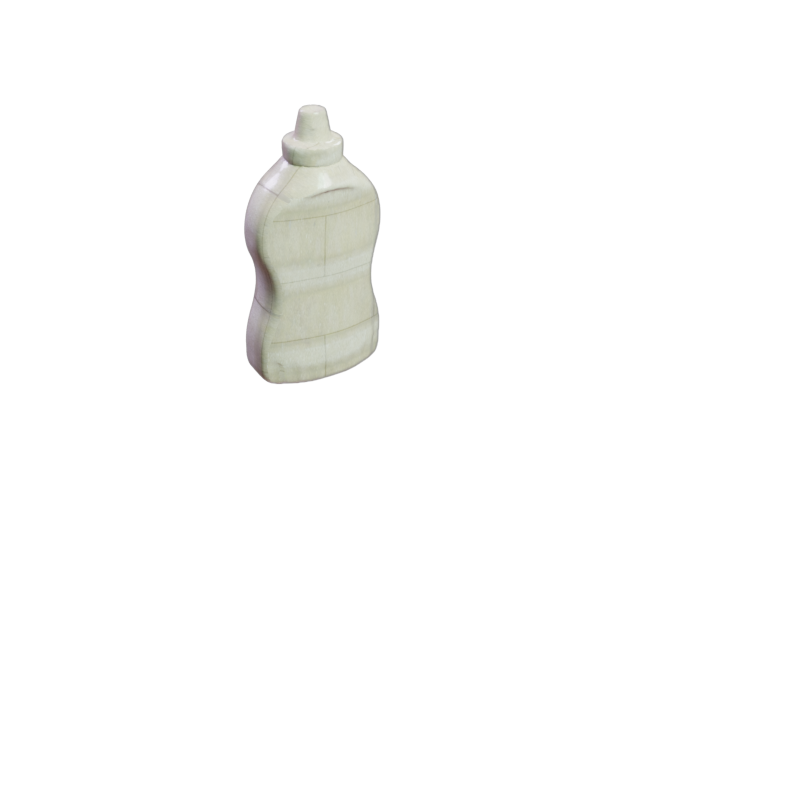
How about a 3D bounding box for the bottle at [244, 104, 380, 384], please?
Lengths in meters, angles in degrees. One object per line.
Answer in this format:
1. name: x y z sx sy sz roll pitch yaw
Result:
1. bottle: -0.060 -0.109 0.759 0.094 0.181 0.063 -14 32 -26
